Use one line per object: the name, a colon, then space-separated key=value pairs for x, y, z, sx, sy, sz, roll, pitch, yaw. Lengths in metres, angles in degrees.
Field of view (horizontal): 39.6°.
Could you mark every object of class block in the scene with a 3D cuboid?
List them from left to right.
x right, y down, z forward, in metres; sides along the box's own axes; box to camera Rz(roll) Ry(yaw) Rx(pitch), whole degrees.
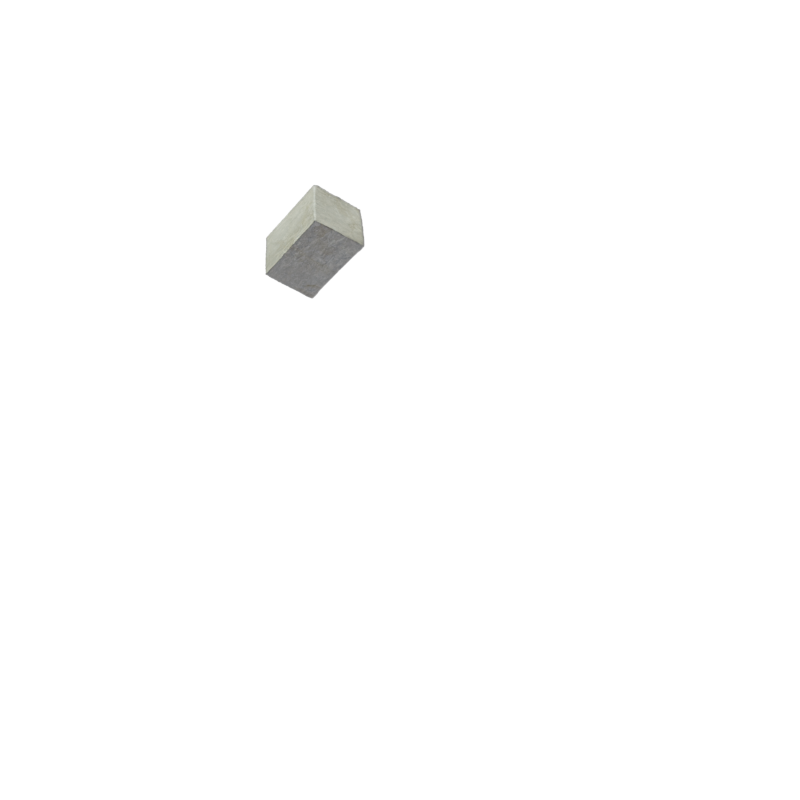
block: x=-0.075 y=-0.137 z=0.963 sx=0.050 sy=0.055 sz=0.076 roll=28 pitch=-52 yaw=-27
